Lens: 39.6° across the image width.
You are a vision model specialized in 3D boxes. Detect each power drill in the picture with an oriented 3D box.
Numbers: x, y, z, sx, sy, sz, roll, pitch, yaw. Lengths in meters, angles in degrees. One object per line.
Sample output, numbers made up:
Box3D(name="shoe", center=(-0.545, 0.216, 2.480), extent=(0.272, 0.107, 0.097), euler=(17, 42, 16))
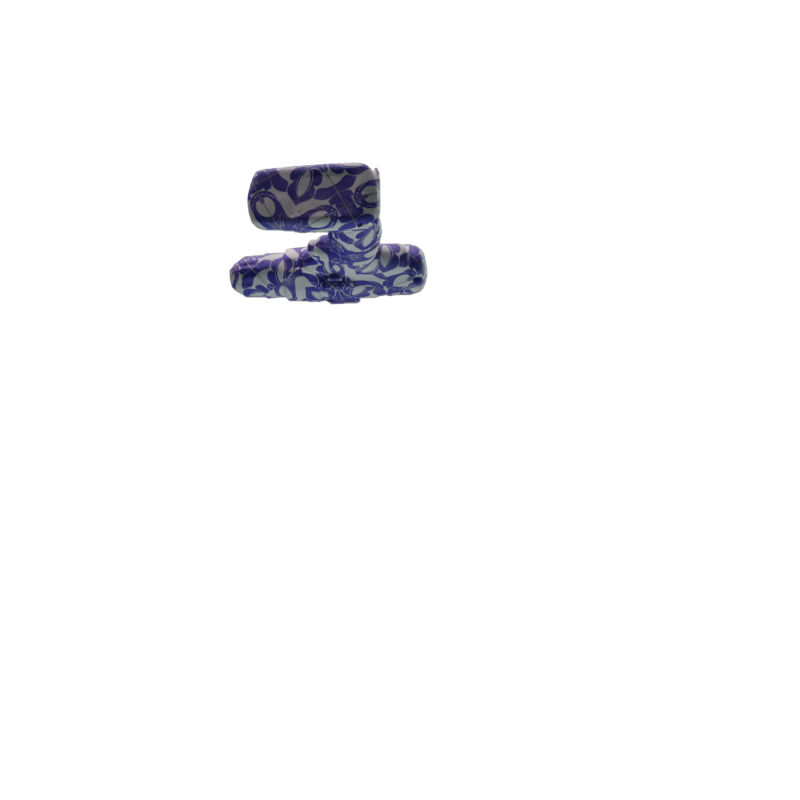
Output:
Box3D(name="power drill", center=(-0.075, -0.138, 0.964), extent=(0.186, 0.060, 0.177), euler=(-3, -17, 8))
